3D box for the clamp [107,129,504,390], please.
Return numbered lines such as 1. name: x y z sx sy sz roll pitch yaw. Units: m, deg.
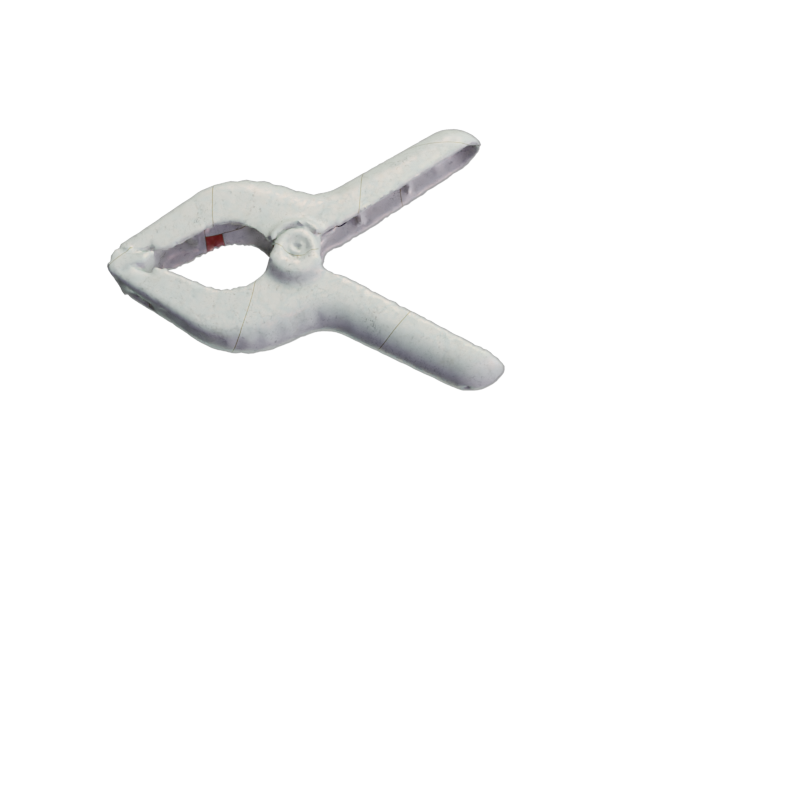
1. clamp: -0.038 -0.070 0.487 0.172 0.127 0.037 6 -28 3
